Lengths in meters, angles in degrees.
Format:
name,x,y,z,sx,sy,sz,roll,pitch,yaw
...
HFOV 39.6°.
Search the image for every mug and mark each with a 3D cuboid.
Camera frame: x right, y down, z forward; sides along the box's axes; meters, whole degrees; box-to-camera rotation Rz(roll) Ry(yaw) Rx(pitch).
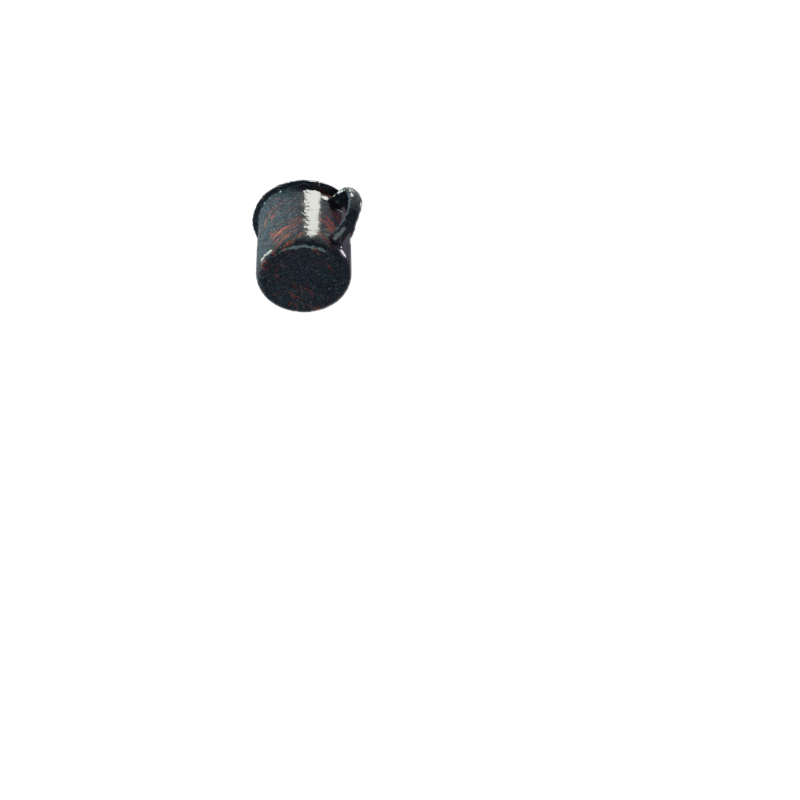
name,x,y,z,sx,sy,sz,roll,pitch,yaw
mug,-0.075,-0.137,0.958,0.116,0.087,0.088,-37,-56,28
